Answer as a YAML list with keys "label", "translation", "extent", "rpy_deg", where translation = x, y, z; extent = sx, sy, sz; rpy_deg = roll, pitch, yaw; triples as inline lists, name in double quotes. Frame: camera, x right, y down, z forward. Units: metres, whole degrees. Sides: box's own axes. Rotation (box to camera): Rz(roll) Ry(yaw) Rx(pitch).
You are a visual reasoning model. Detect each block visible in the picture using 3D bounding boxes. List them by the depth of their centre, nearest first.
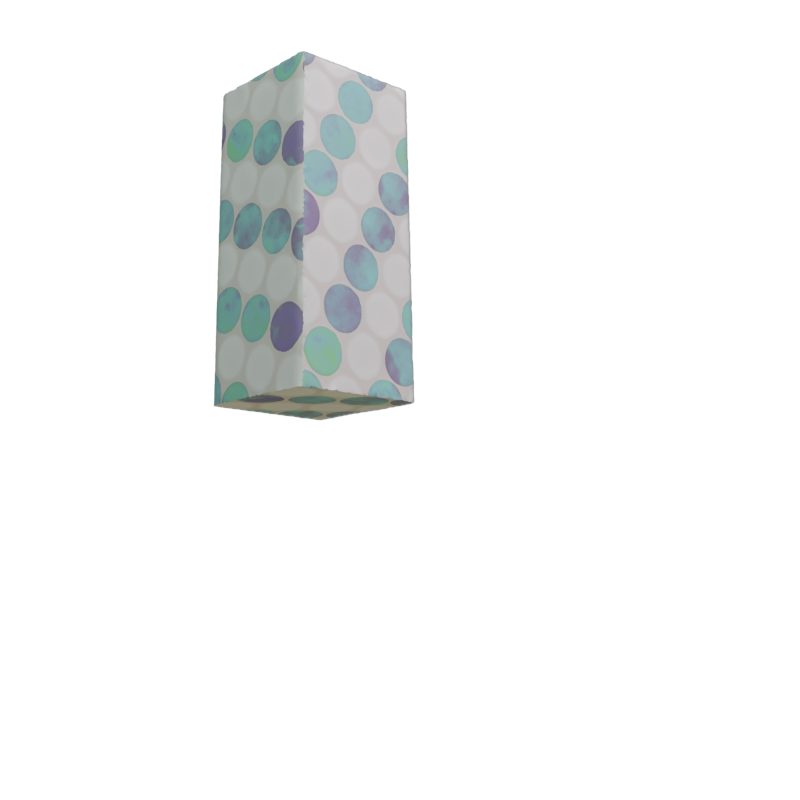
- label: "block"
  translation: [-0.055, -0.100, 0.698]
  extent: [0.086, 0.215, 0.091]
  rpy_deg: [13, -21, -40]
